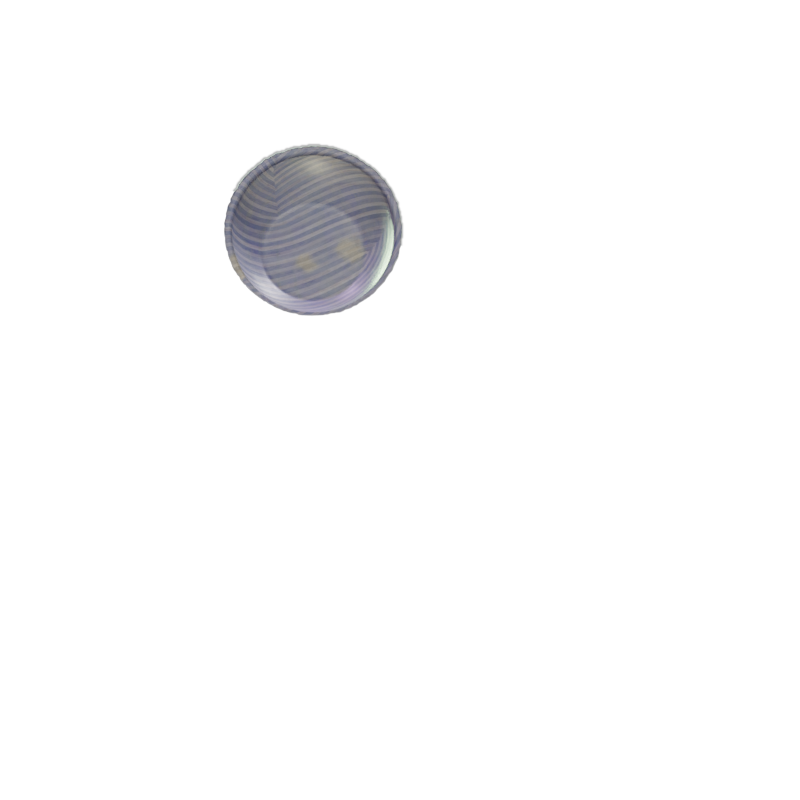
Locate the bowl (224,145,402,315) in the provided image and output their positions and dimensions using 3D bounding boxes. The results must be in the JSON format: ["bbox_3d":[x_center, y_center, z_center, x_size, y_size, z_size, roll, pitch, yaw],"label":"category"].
[{"bbox_3d":[-0.077,-0.140,0.980,0.162,0.155,0.058,1,21,-1],"label":"bowl"}]
